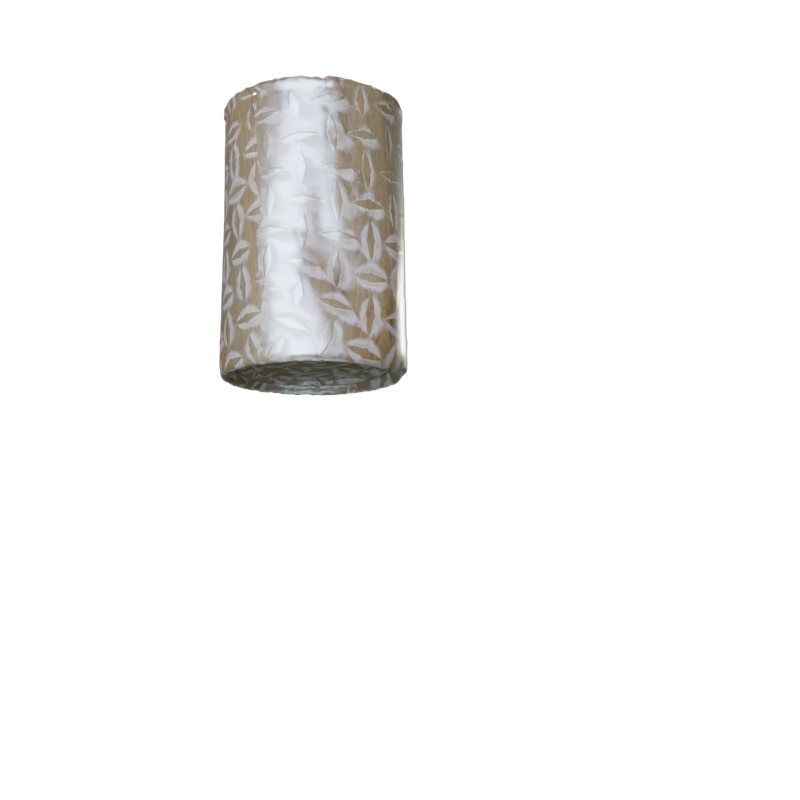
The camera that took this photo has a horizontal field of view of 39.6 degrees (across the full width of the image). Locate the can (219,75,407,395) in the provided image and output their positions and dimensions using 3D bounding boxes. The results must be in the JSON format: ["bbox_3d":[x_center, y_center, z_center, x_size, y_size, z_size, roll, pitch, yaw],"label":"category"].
[{"bbox_3d":[-0.032,-0.058,0.406,0.068,0.106,0.066,0,-15,-2],"label":"can"}]
